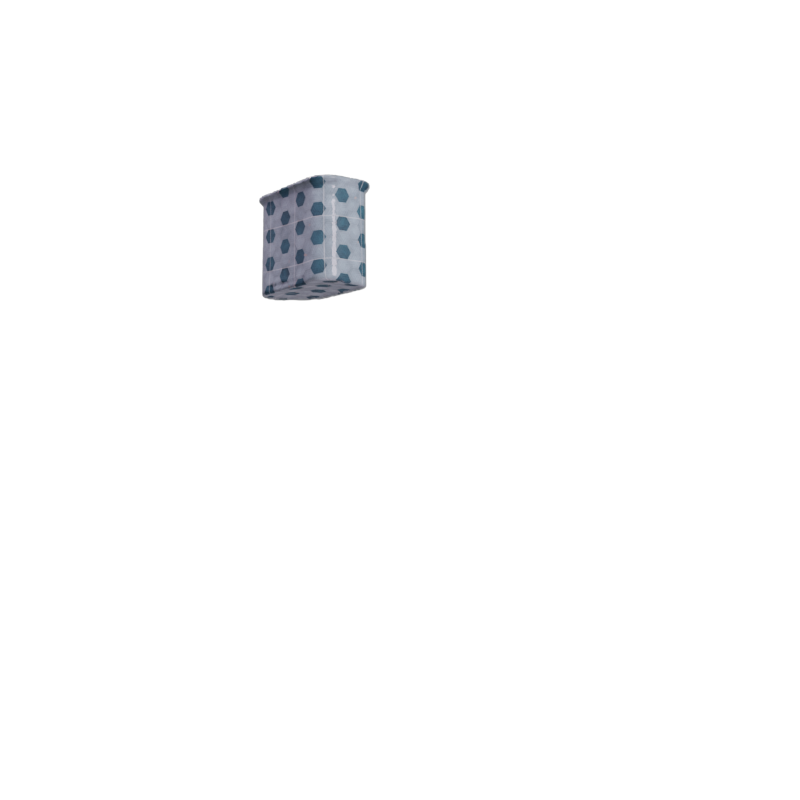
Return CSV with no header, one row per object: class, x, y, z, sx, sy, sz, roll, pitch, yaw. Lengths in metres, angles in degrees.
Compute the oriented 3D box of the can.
can,-0.070,-0.128,0.895,0.055,0.086,0.104,7,-11,-37
